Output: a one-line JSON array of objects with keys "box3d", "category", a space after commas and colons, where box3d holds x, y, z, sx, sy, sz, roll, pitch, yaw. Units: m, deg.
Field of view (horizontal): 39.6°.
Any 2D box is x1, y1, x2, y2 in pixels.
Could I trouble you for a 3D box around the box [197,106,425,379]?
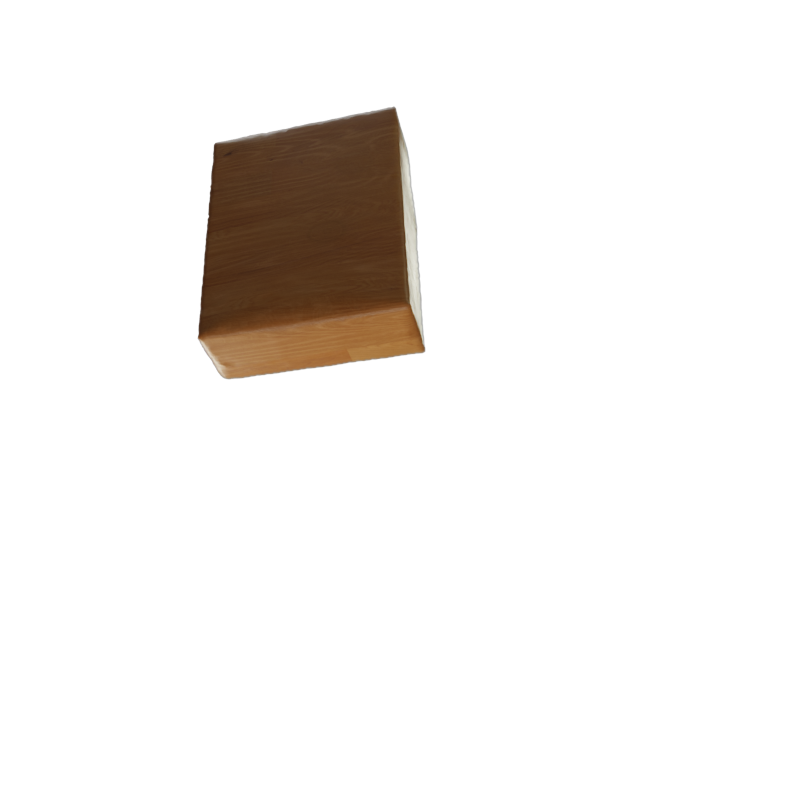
[{"box3d": [-0.070, -0.128, 0.899, 0.166, 0.229, 0.066, -10, -39, 9], "category": "box"}]
